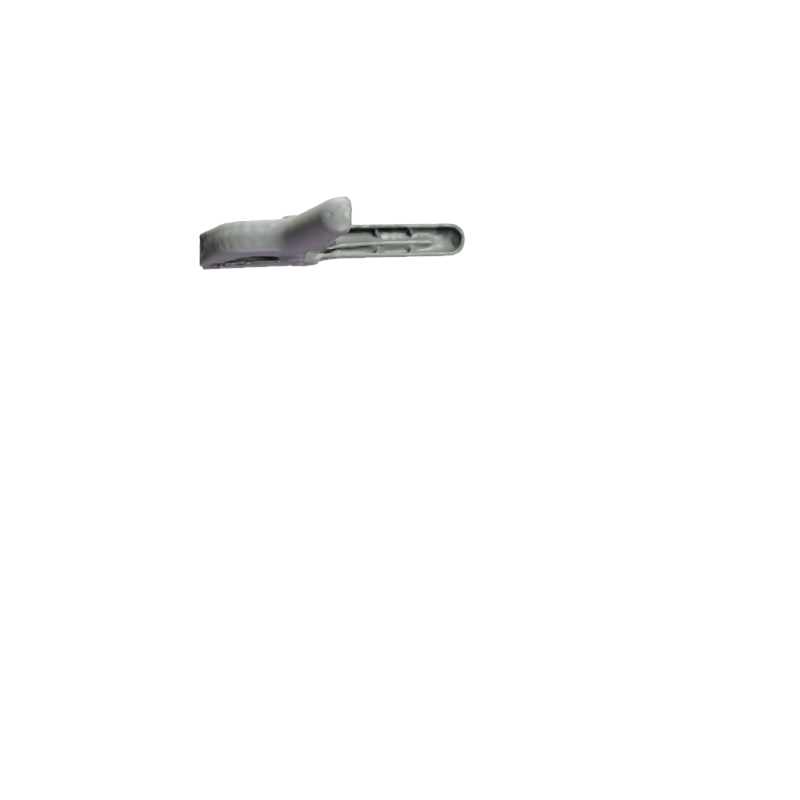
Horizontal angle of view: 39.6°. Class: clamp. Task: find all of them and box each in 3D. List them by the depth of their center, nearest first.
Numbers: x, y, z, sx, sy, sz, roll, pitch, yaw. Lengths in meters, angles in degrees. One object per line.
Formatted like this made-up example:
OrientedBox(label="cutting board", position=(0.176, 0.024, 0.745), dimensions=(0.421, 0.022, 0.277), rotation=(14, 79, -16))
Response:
OrientedBox(label="clamp", position=(-0.067, -0.122, 0.855), dimensions=(0.217, 0.037, 0.157), rotation=(-1, -2, 41))
